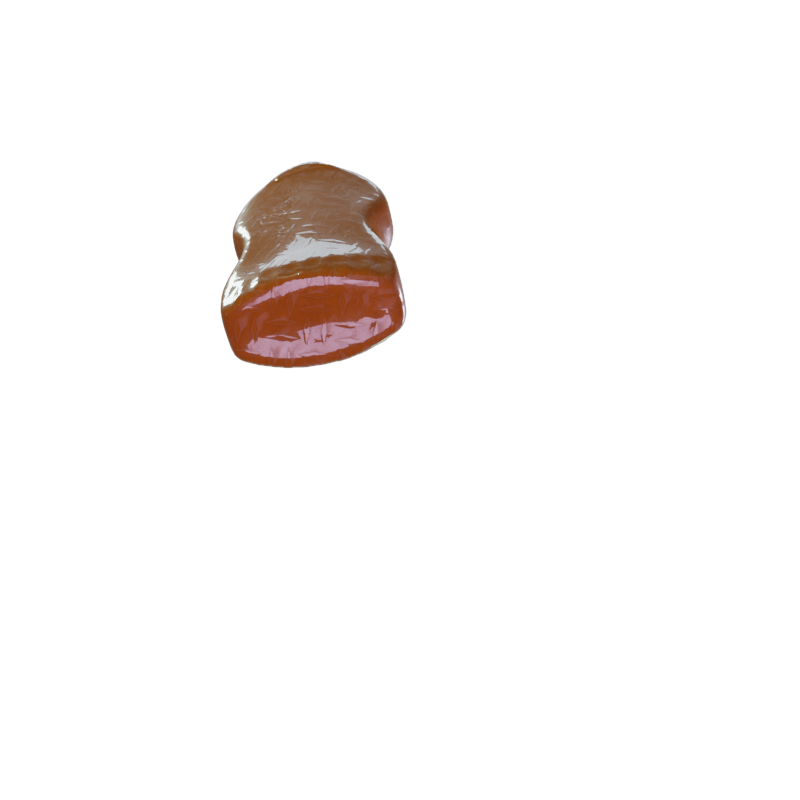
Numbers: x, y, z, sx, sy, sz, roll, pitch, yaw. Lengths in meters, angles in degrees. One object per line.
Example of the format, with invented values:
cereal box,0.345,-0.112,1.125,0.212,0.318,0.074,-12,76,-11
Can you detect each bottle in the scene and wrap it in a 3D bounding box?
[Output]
bottle,-0.052,-0.094,0.657,0.096,0.055,0.204,-13,32,5
